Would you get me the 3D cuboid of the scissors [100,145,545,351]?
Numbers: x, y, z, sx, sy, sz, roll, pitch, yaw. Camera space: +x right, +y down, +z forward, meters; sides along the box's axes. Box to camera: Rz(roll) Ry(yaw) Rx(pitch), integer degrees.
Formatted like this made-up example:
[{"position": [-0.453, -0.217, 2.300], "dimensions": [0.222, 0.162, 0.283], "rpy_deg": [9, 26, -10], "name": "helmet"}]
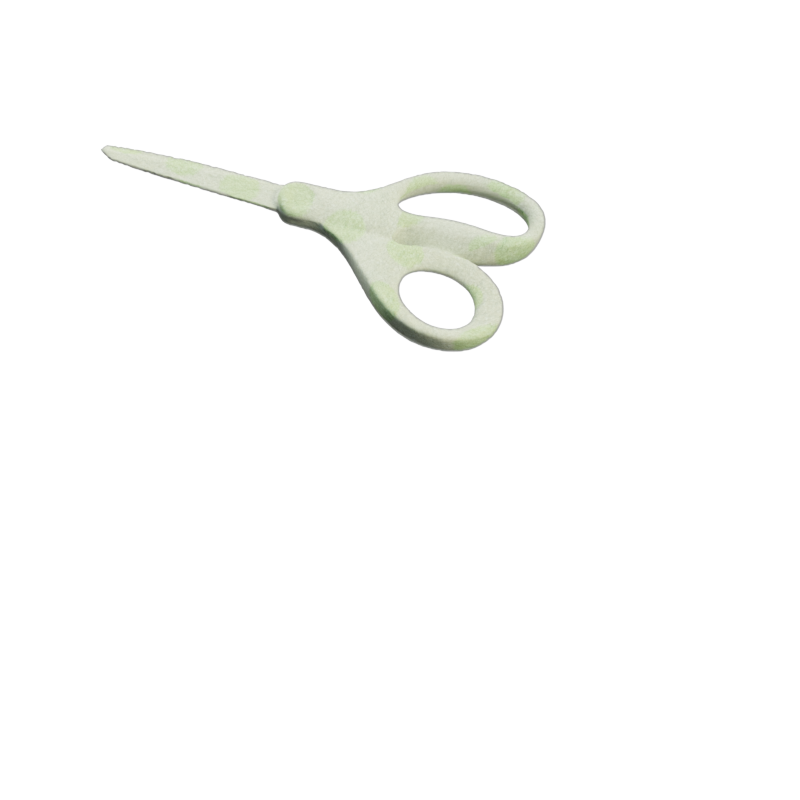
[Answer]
[{"position": [-0.038, -0.069, 0.484], "dimensions": [0.202, 0.102, 0.015], "rpy_deg": [3, -32, 2], "name": "scissors"}]
